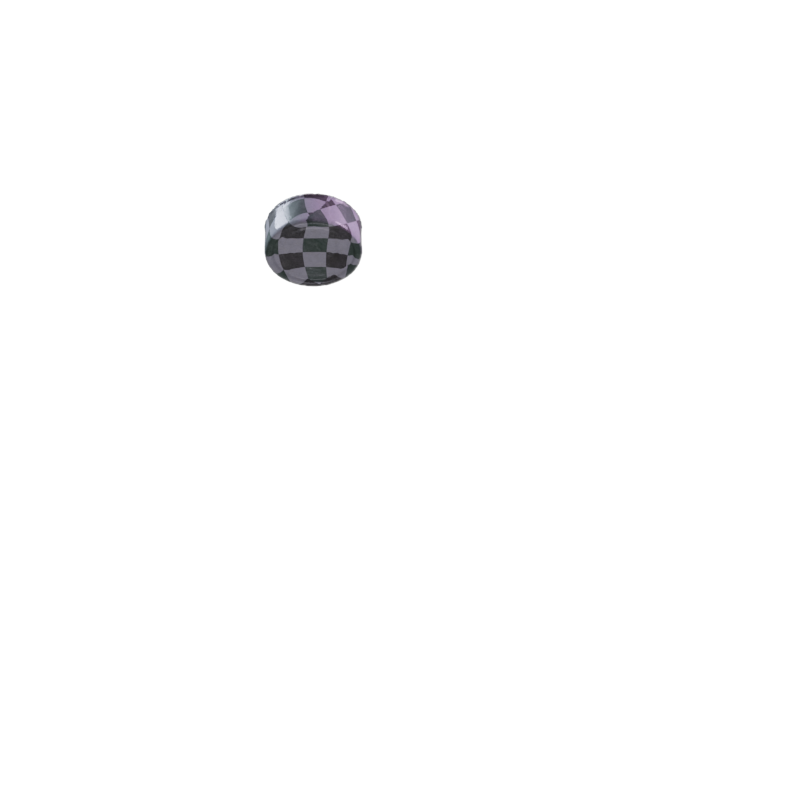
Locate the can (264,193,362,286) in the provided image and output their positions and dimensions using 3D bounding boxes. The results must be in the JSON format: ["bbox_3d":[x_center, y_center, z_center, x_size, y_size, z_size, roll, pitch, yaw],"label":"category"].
[{"bbox_3d":[-0.076,-0.138,0.966,0.086,0.036,0.080,1,-39,-2],"label":"can"}]
